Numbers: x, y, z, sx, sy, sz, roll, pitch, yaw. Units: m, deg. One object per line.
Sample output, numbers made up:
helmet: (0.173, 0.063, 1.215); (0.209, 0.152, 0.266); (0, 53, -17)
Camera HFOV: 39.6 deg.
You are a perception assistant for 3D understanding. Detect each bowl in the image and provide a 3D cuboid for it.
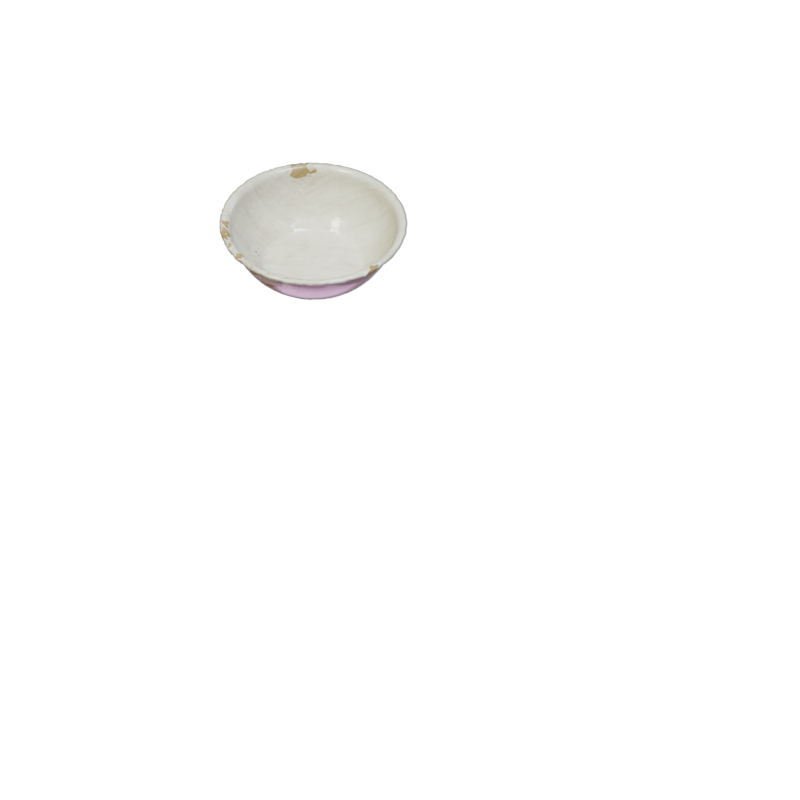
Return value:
bowl: (-0.076, -0.139, 0.971); (0.162, 0.174, 0.051); (-1, -44, -1)
